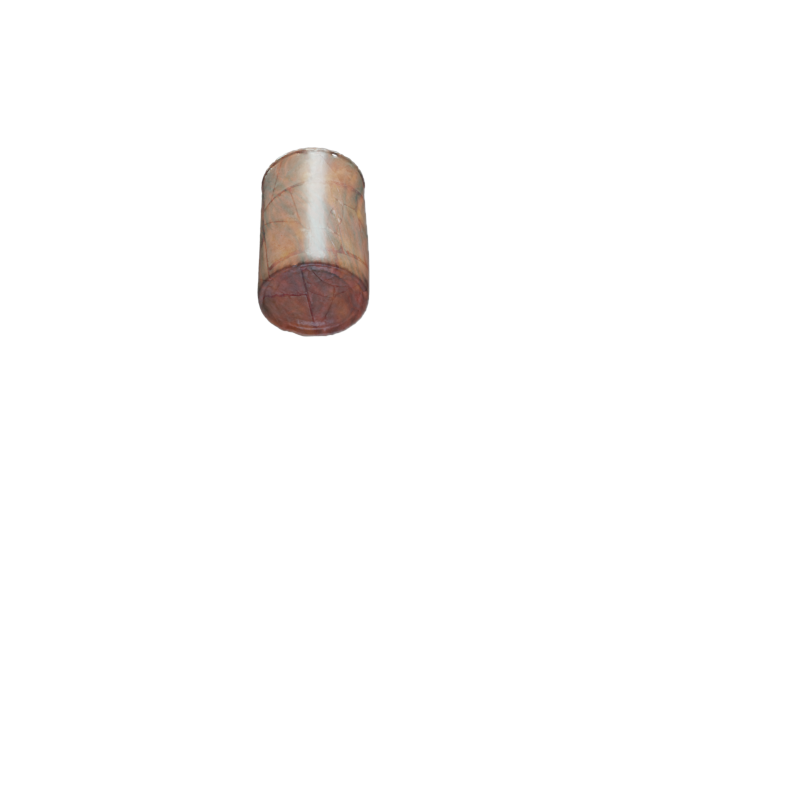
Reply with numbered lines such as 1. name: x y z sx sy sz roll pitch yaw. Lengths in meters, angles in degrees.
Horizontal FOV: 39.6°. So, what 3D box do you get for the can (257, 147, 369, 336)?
1. can: -0.054 -0.098 0.688 0.068 0.110 0.064 -1 -41 -3
